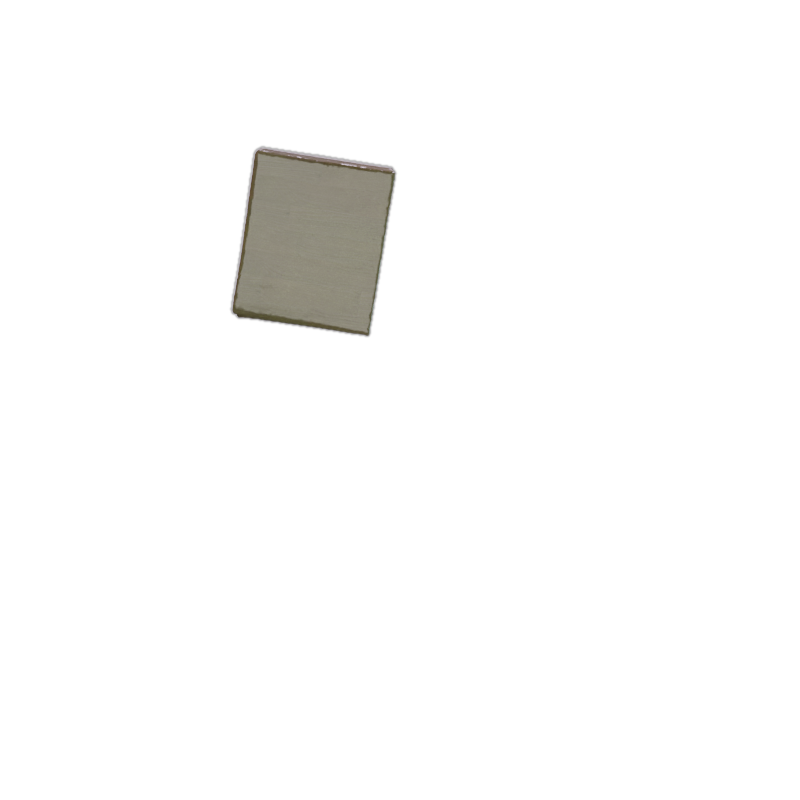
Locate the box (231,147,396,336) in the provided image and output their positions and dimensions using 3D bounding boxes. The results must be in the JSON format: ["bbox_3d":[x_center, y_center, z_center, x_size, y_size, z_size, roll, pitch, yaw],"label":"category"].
[{"bbox_3d":[-0.045,-0.083,0.579,0.073,0.088,0.031,9,7,-2],"label":"box"}]
